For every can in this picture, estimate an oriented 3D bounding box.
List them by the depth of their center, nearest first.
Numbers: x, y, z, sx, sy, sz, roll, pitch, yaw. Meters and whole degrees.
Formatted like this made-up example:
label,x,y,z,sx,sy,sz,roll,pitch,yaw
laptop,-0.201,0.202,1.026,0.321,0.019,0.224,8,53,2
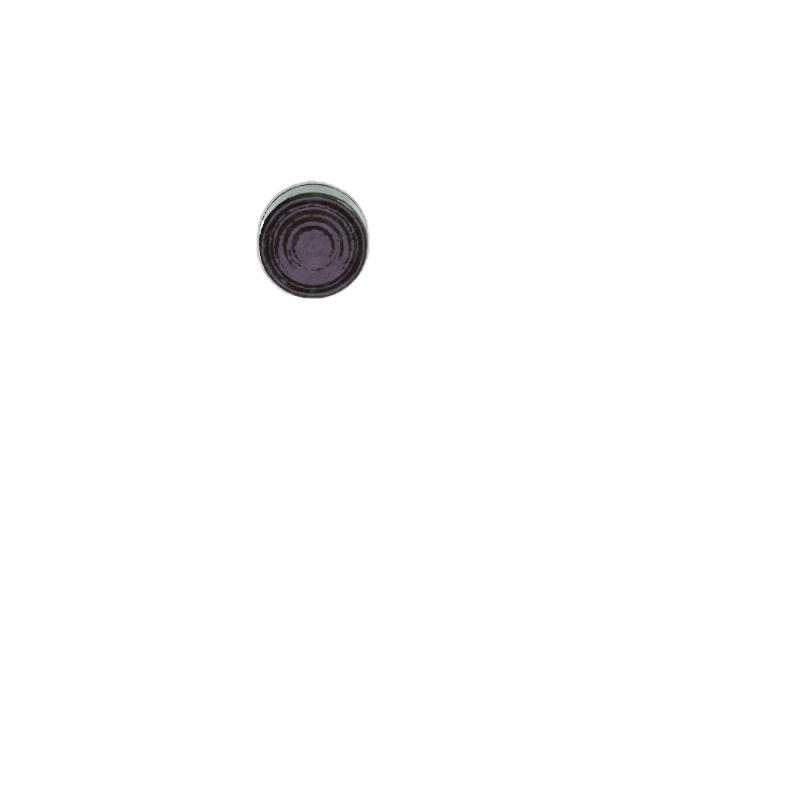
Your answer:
label,x,y,z,sx,sy,sz,roll,pitch,yaw
can,-0.067,-0.122,0.854,0.086,0.083,0.035,0,18,-1
